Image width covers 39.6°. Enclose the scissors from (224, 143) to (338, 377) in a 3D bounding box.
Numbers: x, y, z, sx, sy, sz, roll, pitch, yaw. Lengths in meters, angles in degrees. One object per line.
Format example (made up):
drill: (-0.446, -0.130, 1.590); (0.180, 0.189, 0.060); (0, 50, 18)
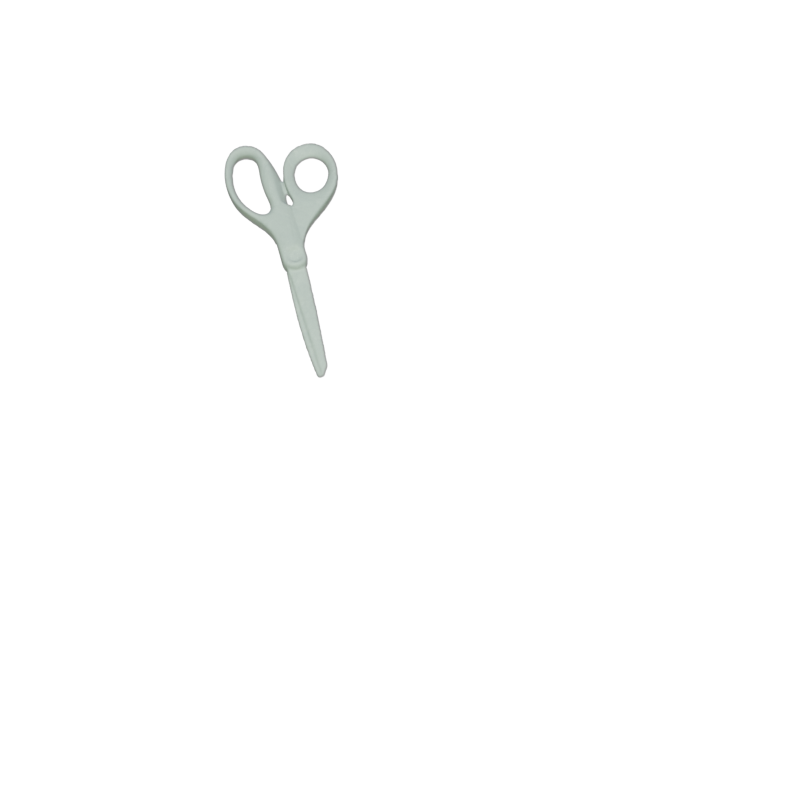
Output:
scissors: (-0.065, -0.119, 0.833); (0.096, 0.215, 0.015); (-25, -26, -13)
